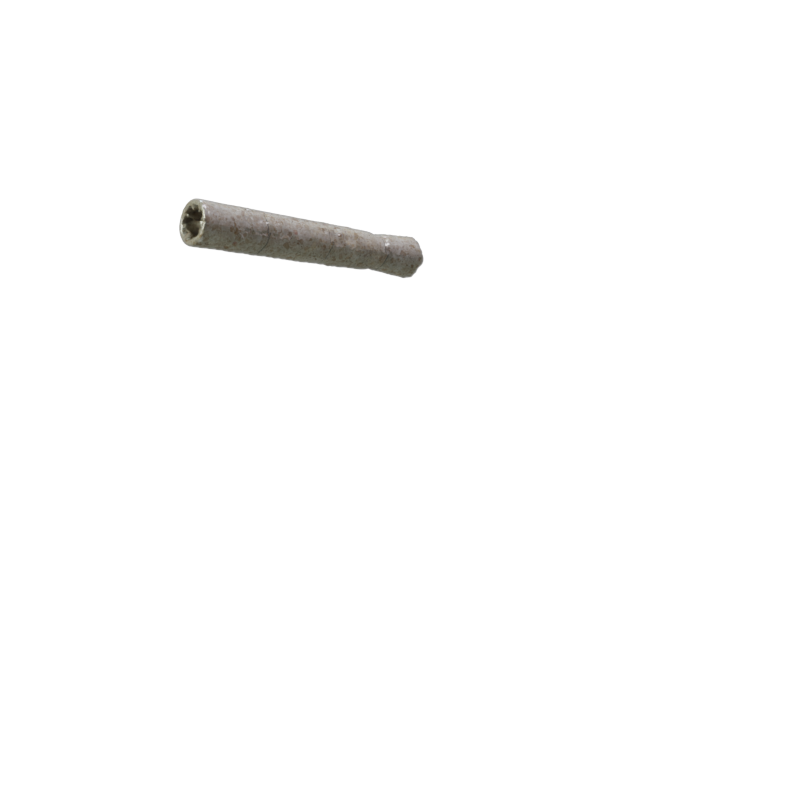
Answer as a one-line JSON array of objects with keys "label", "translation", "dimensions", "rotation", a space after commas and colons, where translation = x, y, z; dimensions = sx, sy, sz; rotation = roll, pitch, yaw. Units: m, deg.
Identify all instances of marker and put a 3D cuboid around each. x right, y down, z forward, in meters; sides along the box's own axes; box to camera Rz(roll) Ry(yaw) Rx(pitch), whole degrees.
[{"label": "marker", "translation": [-0.036, -0.066, 0.463], "dimensions": [0.115, 0.020, 0.021], "rotation": [3, 1, -40]}]
